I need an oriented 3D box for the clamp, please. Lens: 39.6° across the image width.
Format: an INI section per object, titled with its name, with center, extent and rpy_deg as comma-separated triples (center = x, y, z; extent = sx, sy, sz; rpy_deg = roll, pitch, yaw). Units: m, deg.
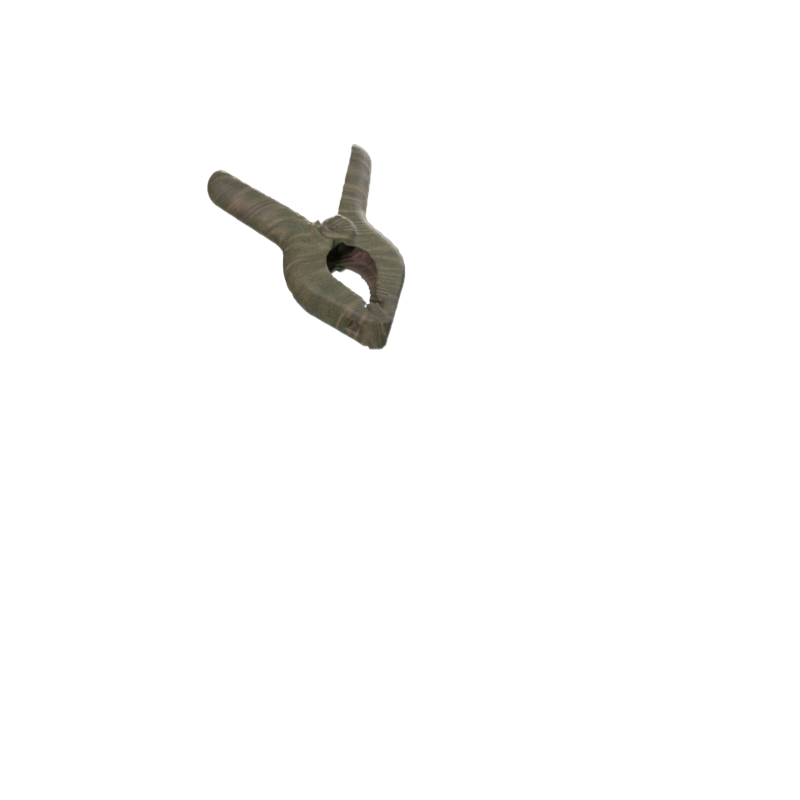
[clamp]
center = -0.057, -0.105, 0.734
extent = 0.119, 0.186, 0.036
rpy_deg = -12, -40, -11
